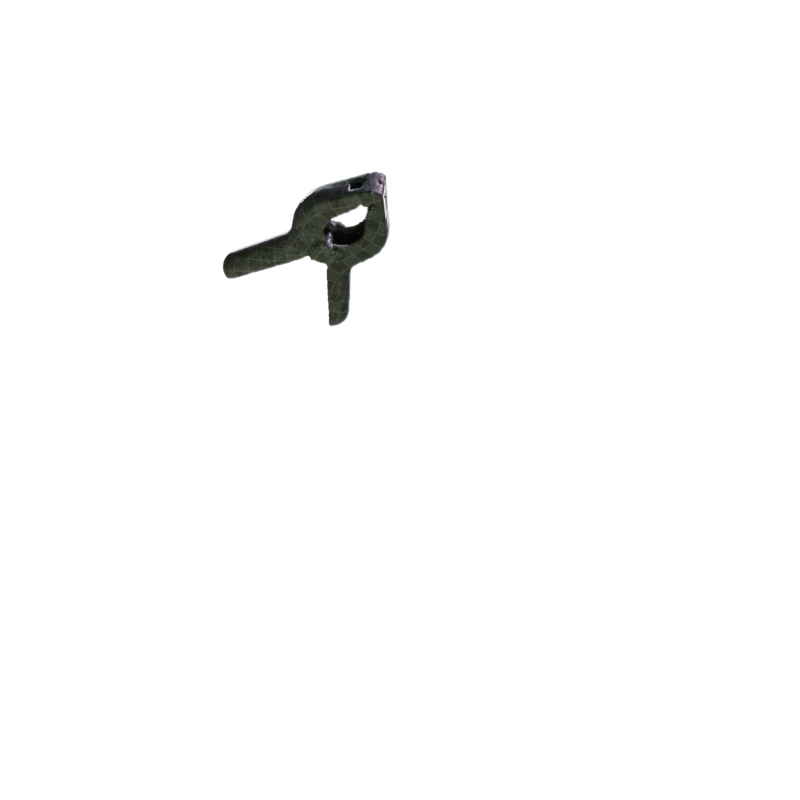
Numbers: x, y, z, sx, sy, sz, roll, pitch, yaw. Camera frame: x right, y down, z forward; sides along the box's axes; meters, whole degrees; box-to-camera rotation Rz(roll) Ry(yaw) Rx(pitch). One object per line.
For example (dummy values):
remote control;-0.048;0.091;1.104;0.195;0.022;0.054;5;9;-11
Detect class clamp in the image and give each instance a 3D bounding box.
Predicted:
clamp;-0.072;-0.132;0.922;0.116;0.042;0.165;16;-43;-18
